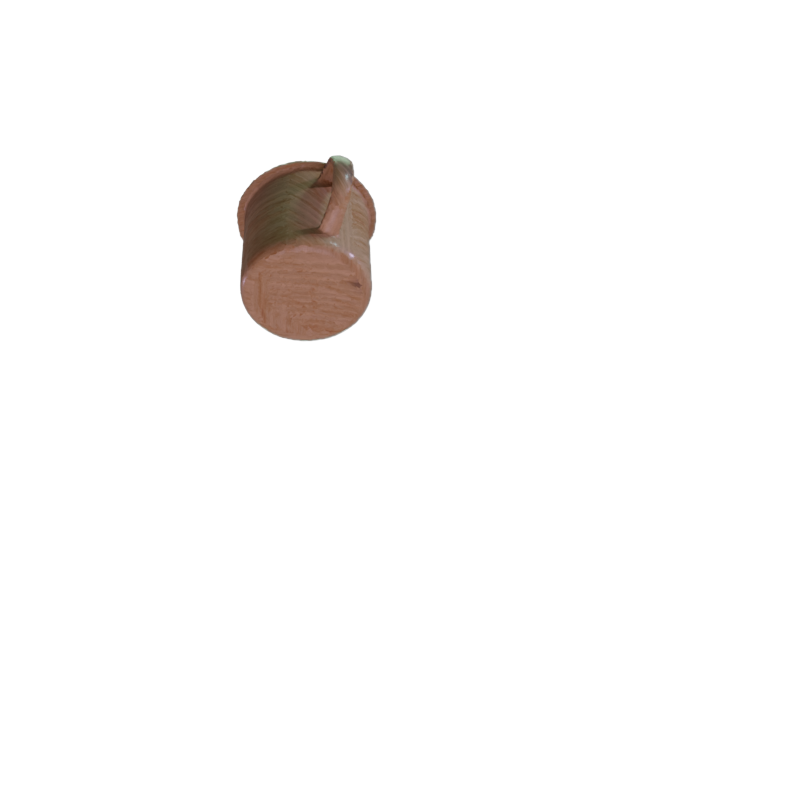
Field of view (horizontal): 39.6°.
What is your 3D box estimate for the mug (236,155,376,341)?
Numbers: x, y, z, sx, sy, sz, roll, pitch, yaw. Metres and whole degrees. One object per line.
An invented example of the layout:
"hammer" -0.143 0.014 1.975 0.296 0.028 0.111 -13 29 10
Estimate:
"mug" -0.055 -0.100 0.701 0.090 0.112 0.087 18 38 -17
